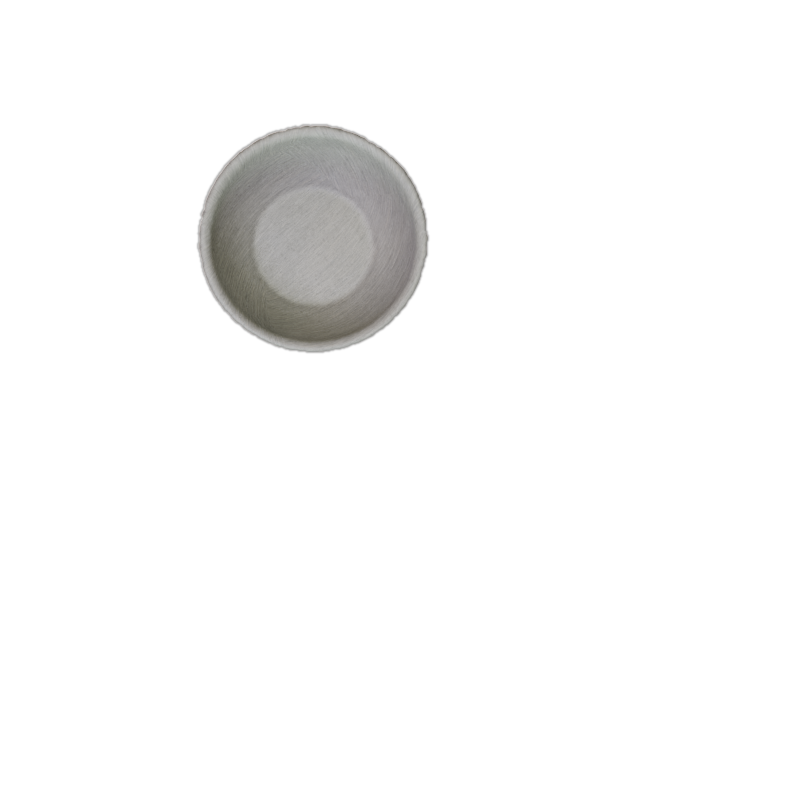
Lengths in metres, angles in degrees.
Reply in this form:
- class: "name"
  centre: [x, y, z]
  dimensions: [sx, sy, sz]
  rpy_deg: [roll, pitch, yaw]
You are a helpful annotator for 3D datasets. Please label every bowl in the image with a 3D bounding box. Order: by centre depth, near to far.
- class: "bowl"
  centre: [-0.063, -0.115, 0.807]
  dimensions: [0.162, 0.165, 0.054]
  rpy_deg: [0, -6, 0]
